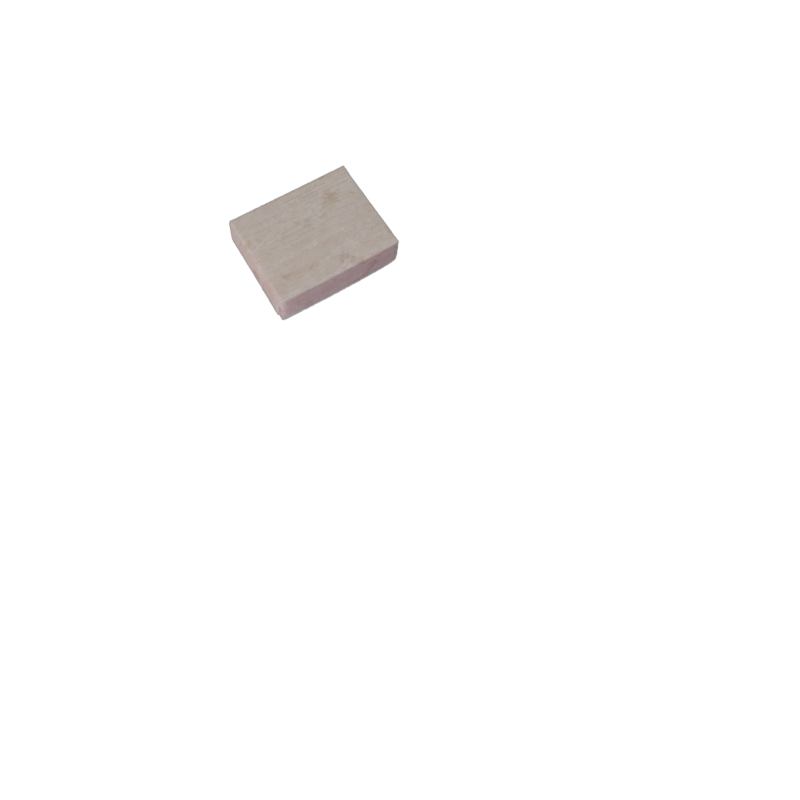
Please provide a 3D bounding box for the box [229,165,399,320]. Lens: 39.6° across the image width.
[{"bbox_3d":[-0.071,-0.130,0.914,0.113,0.096,0.037,-28,-25,-15],"label":"box"}]
